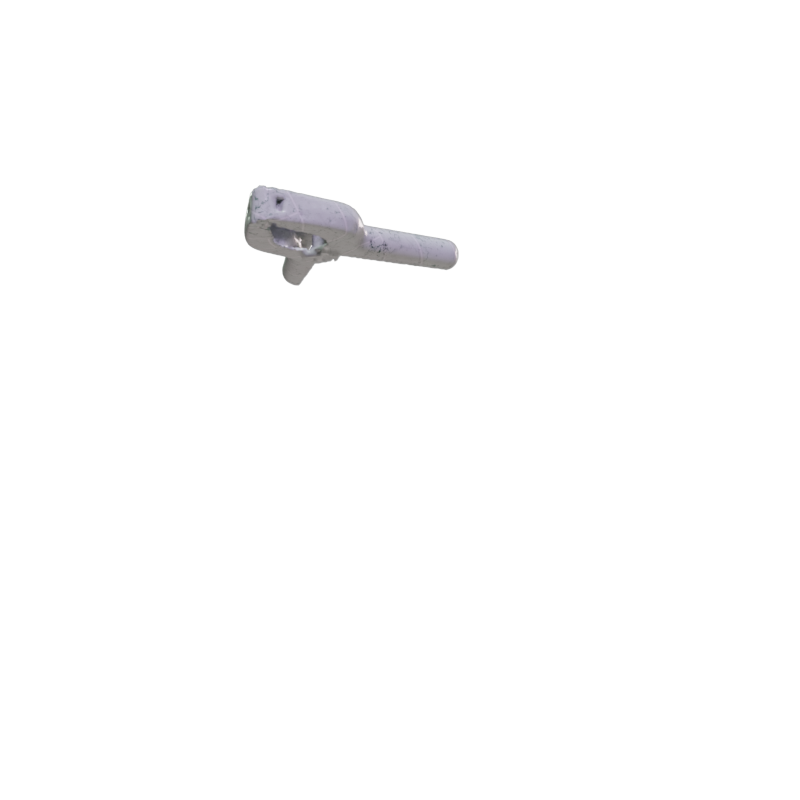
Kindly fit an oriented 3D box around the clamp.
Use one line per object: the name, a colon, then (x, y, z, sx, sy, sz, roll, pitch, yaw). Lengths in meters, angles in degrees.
clamp: (-0.070, -0.129, 0.900, 0.169, 0.037, 0.198, -5, -10, 32)
